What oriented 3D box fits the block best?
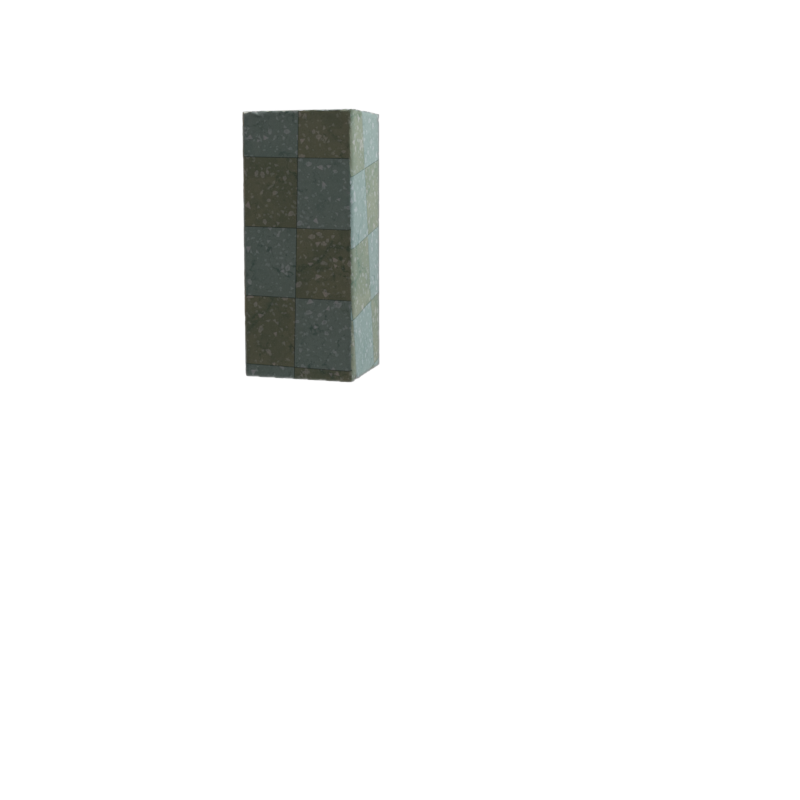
[{"bbox_3d":[-0.070,-0.126,0.885,0.093,0.204,0.089,2,5,15],"label":"block"}]
